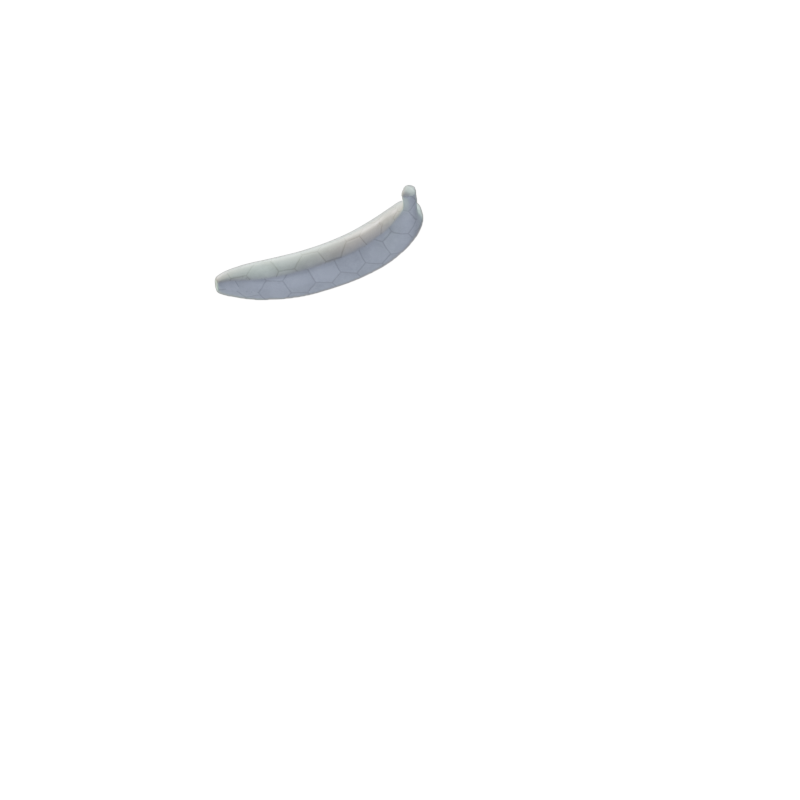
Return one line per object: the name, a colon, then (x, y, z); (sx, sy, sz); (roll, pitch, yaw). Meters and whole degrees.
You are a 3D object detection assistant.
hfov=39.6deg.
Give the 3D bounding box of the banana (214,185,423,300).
banana: (-0.055, -0.118, 0.886); (0.198, 0.039, 0.064); (-23, -42, 27)
